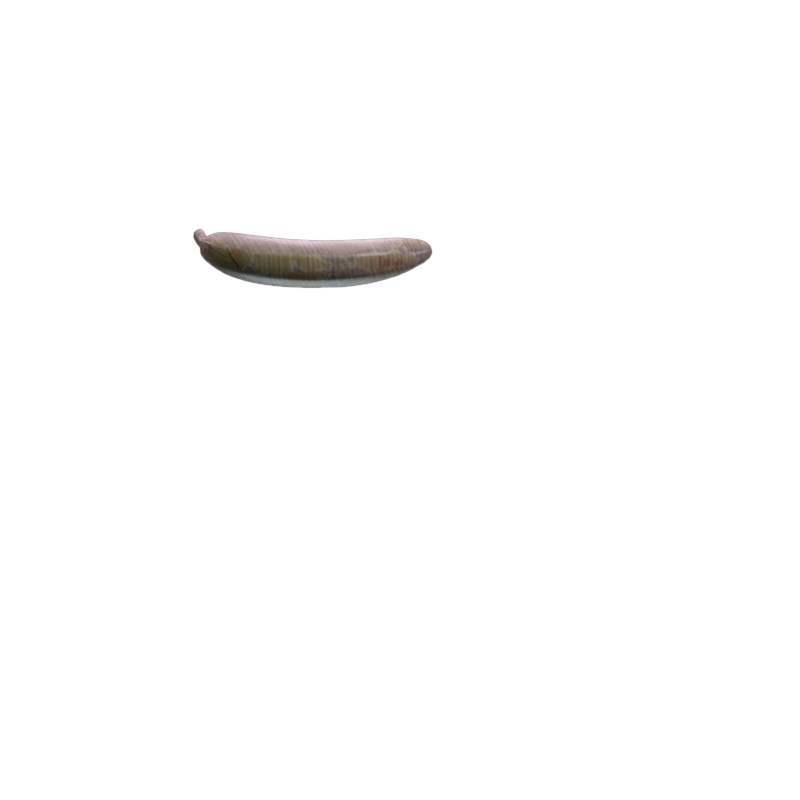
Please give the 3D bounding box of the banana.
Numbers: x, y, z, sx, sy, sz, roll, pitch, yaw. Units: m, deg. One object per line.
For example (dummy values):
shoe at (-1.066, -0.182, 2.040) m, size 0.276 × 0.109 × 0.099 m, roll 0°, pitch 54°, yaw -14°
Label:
banana at (-0.075, -0.116, 0.877) m, size 0.200 × 0.034 × 0.073 m, roll 6°, pitch 38°, yaw 7°
